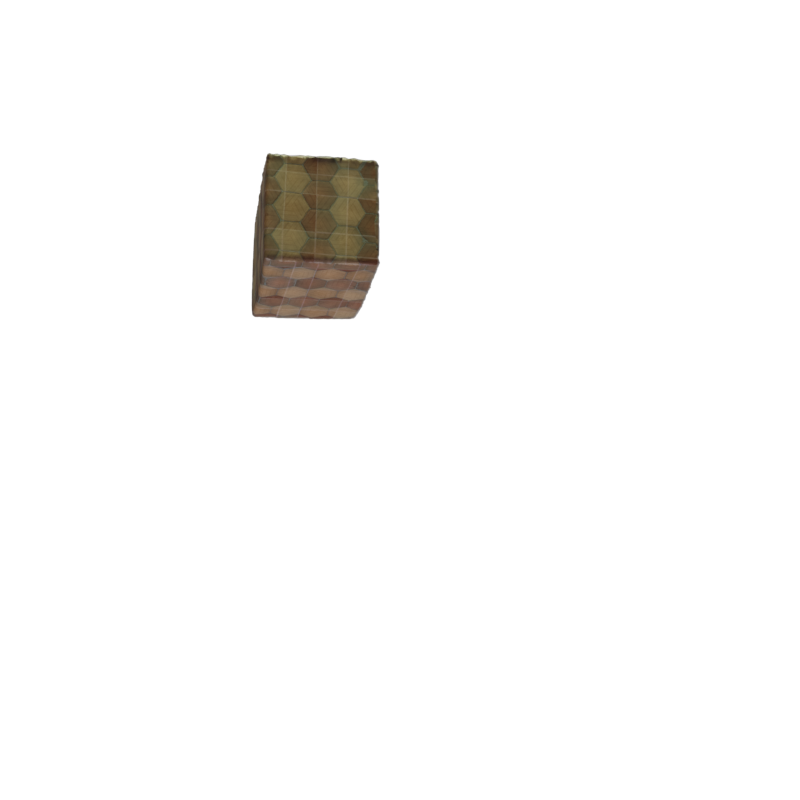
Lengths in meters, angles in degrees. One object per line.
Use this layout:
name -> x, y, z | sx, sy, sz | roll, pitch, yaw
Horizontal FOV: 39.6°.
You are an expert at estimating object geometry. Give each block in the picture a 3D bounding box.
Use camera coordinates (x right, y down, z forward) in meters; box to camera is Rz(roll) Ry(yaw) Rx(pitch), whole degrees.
block -> -0.041, -0.074, 0.520 | 0.052, 0.054, 0.075 | 3, -18, -10
